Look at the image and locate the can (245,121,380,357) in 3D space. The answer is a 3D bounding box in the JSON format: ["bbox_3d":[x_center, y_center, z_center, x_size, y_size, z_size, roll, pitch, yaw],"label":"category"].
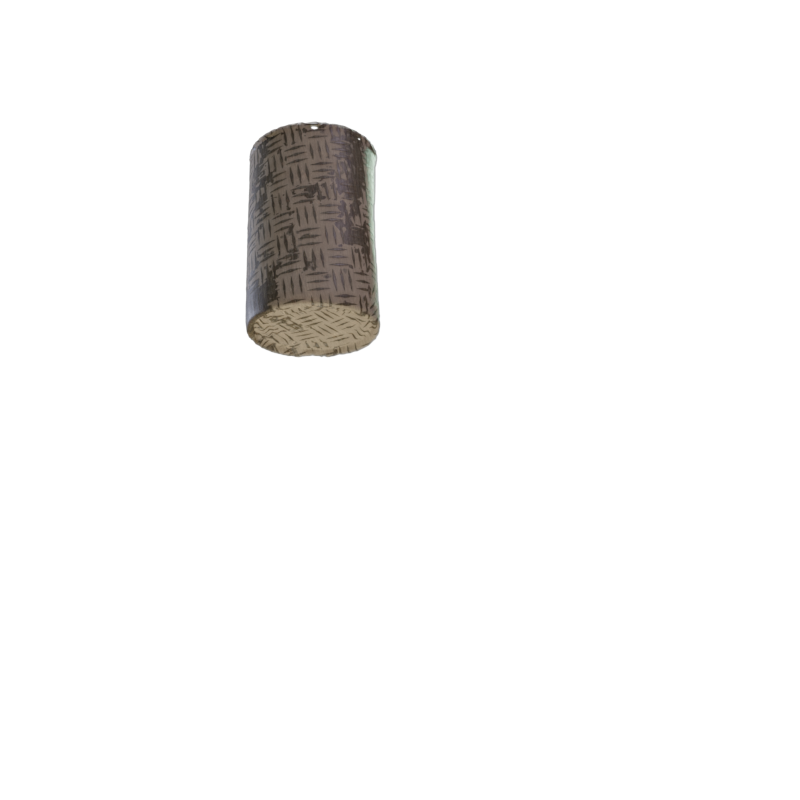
[{"bbox_3d":[-0.044,-0.081,0.565,0.068,0.108,0.065,0,-26,-2],"label":"can"}]
